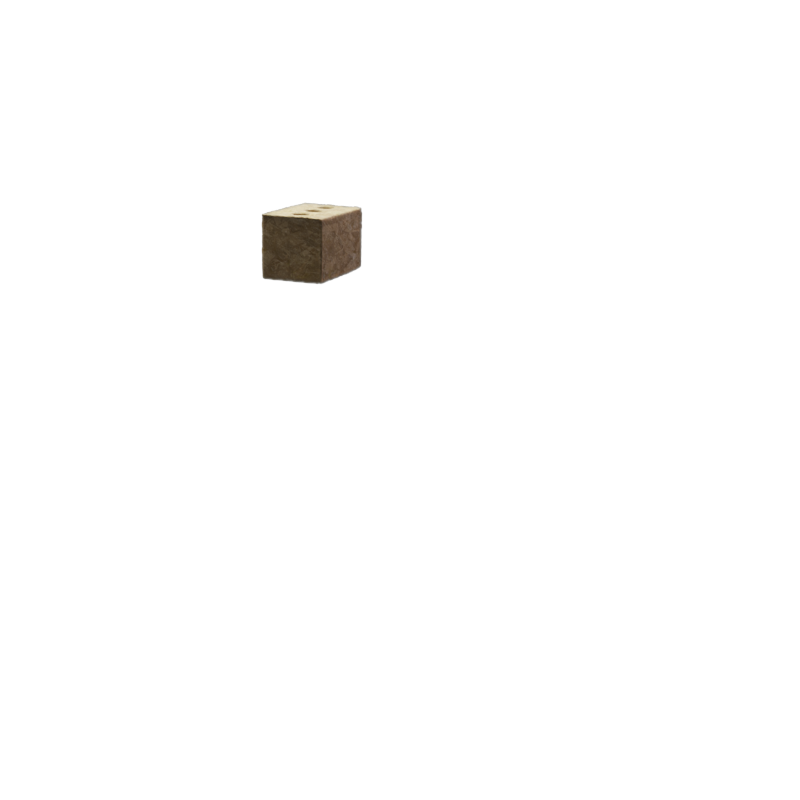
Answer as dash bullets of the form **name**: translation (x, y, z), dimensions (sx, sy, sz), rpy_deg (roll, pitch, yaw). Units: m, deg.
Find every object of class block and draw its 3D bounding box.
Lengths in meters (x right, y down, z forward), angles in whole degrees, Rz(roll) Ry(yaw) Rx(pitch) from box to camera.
- **block**: translation (-0.068, -0.124, 0.872), dimensions (0.054, 0.050, 0.078), rpy_deg (6, 16, 22)
